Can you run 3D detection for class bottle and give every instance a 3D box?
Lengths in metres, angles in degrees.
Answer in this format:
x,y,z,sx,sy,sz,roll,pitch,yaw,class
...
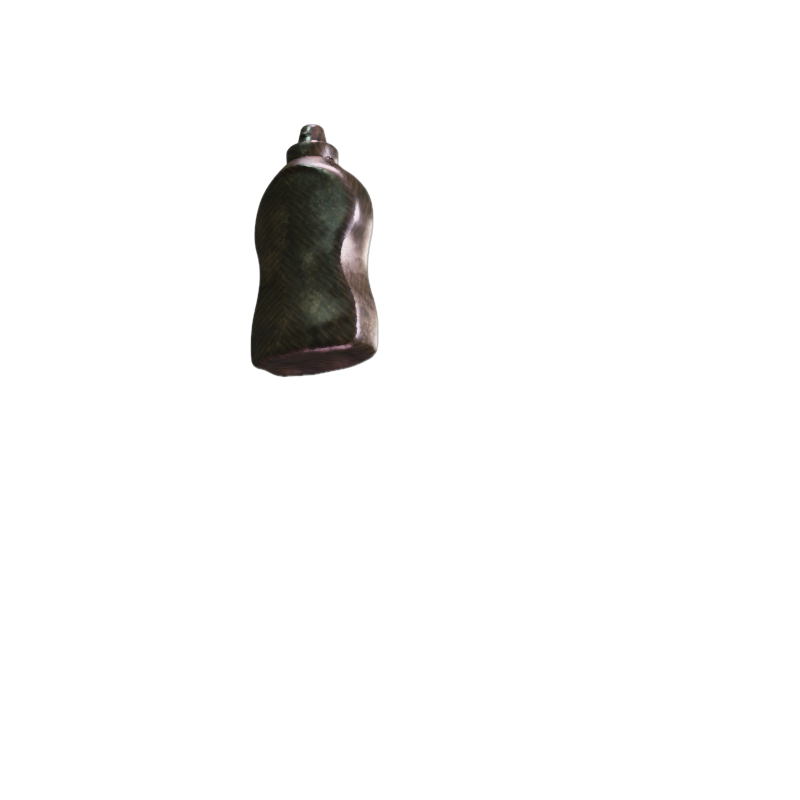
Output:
x,y,z,sx,sy,sz,roll,pitch,yaw,class
-0.065,-0.119,0.832,0.098,0.201,0.055,-15,-25,32,bottle
